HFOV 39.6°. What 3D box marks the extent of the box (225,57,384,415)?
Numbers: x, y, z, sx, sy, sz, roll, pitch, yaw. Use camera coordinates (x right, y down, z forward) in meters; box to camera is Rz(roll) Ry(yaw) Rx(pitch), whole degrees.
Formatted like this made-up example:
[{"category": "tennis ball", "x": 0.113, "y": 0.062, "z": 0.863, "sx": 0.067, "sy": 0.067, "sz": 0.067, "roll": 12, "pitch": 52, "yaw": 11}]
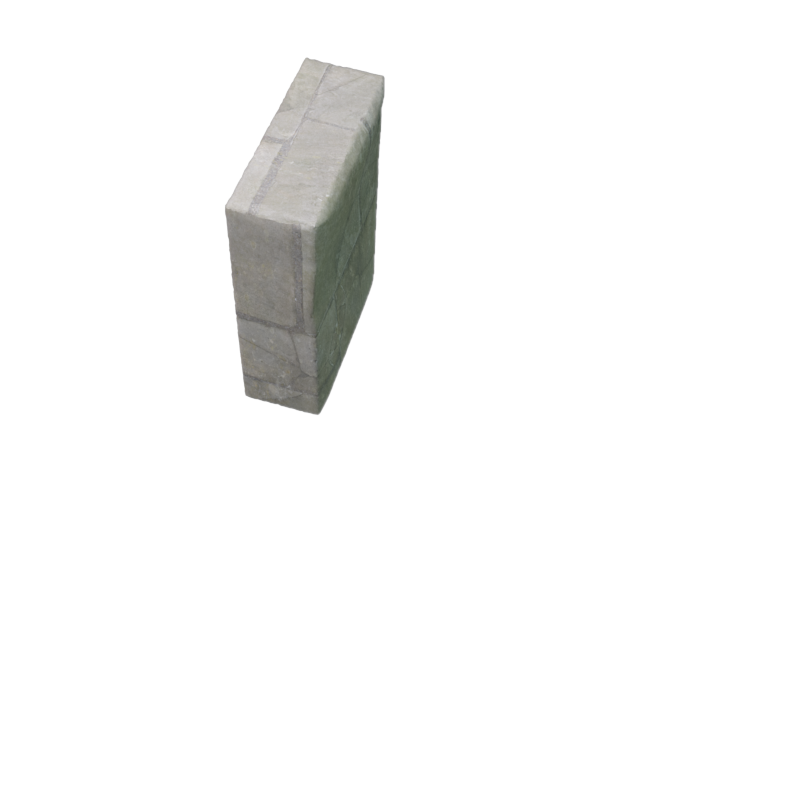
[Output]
[{"category": "box", "x": -0.065, "y": -0.118, "z": 0.830, "sx": 0.073, "sy": 0.173, "sz": 0.199, "roll": 14, "pitch": -38, "yaw": 7}]
